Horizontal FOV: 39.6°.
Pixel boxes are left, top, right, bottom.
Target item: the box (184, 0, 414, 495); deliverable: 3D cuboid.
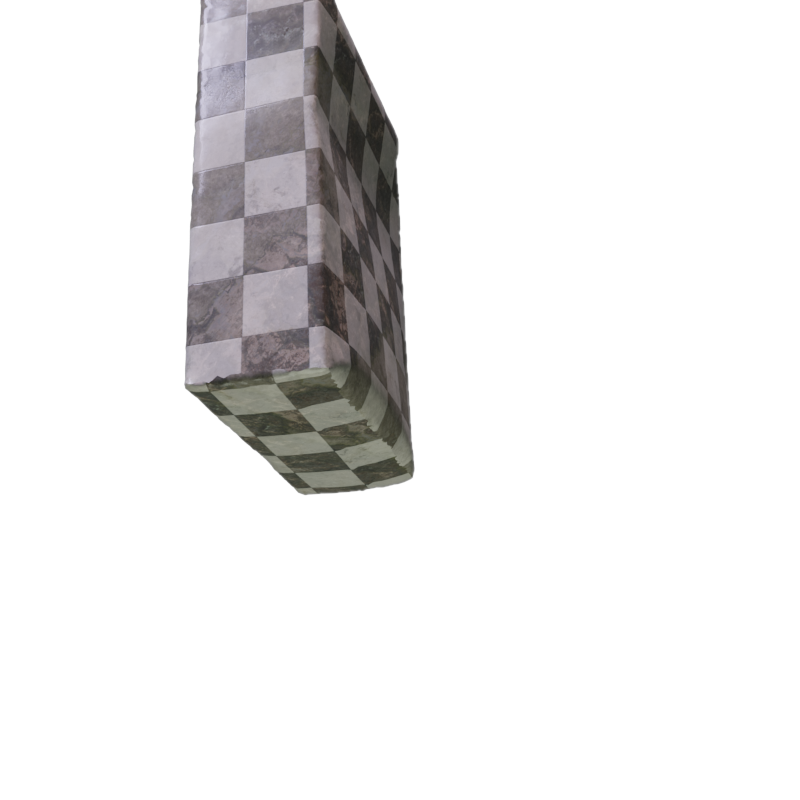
[{"bbox_3d":[-0.044,-0.080,0.558,0.073,0.227,0.153,-8,-27,12],"label":"box"}]
